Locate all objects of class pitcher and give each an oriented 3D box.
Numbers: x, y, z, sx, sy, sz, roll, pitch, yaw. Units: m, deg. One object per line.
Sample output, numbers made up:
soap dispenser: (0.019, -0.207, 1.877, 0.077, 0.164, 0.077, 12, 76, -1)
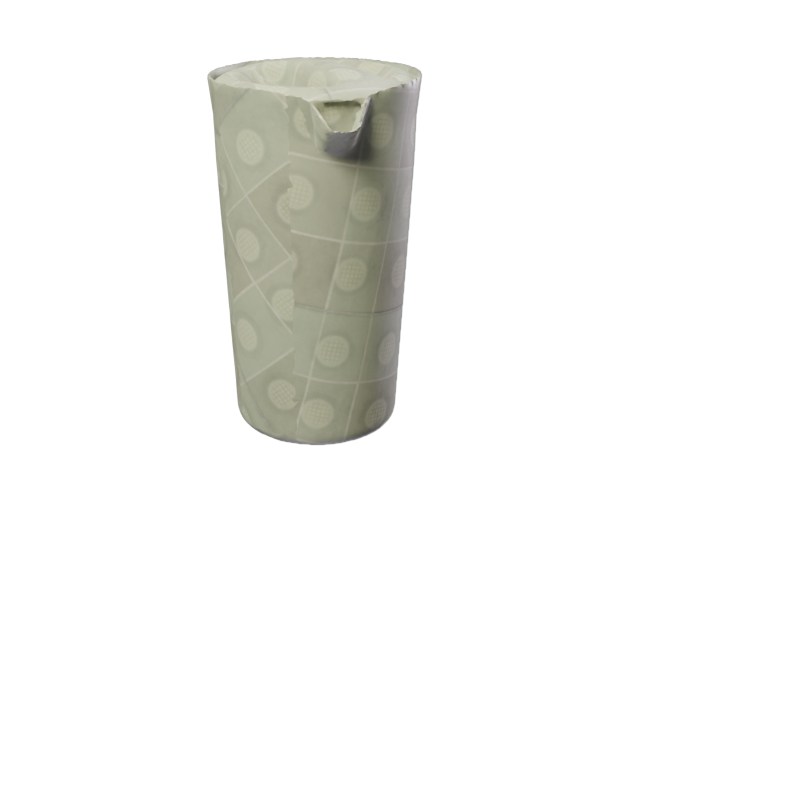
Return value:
pitcher: (-0.058, -0.105, 0.735, 0.151, 0.232, 0.149, 13, 24, 27)
